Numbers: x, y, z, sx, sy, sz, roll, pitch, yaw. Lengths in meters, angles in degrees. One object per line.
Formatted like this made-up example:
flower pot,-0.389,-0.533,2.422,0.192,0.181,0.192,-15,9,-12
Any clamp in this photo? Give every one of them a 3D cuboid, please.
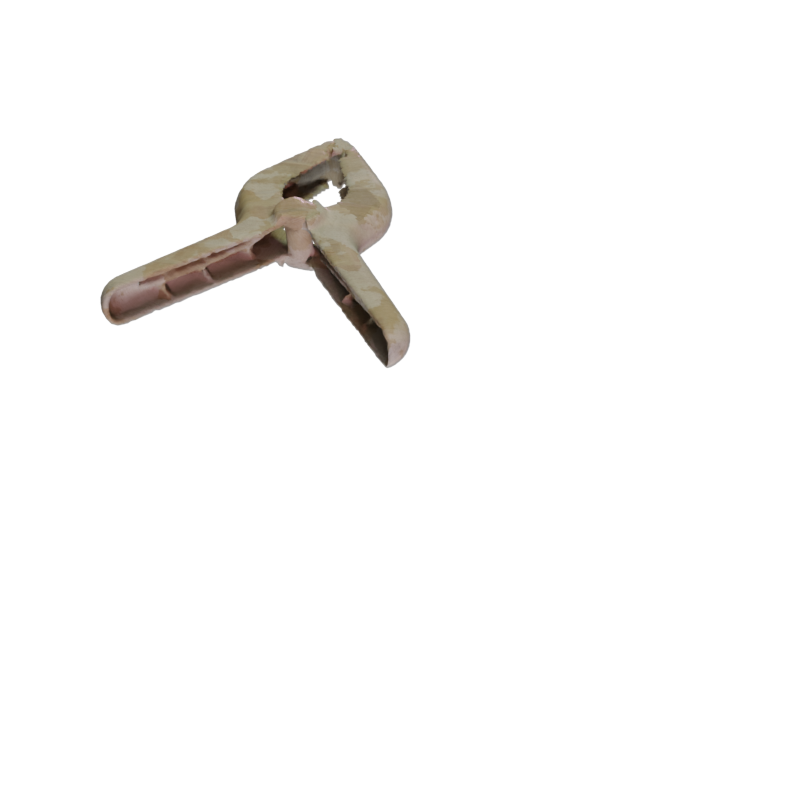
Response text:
clamp,-0.050,-0.091,0.635,0.170,0.034,0.218,13,39,16
